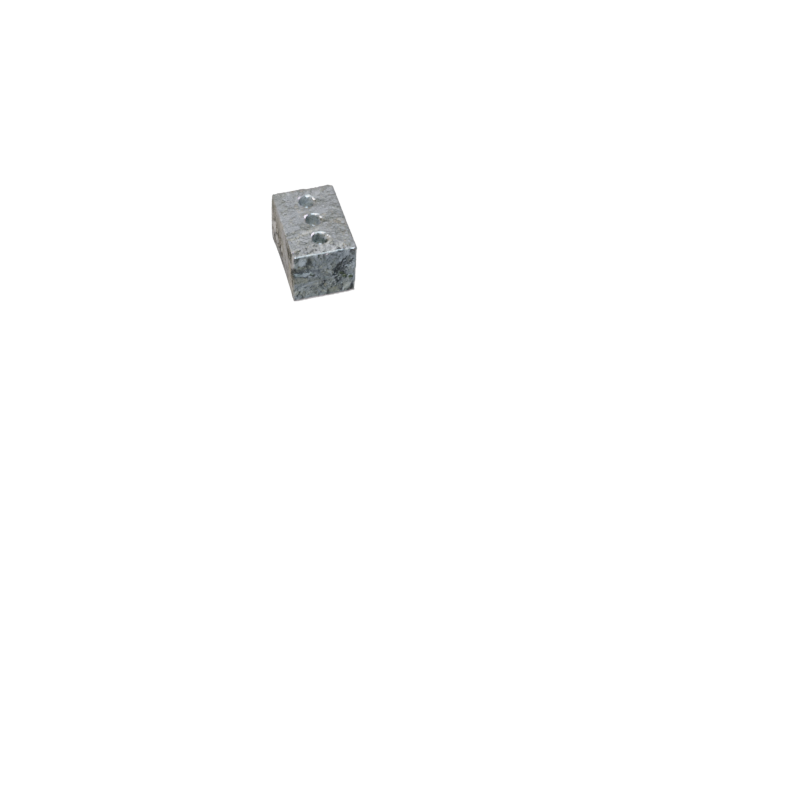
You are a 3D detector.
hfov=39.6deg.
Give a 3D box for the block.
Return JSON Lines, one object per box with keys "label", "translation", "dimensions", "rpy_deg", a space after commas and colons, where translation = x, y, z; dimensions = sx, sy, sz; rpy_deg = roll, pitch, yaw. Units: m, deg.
{"label": "block", "translation": [-0.070, -0.127, 0.892], "dimensions": [0.052, 0.084, 0.048], "rpy_deg": [-12, -40, -12]}
